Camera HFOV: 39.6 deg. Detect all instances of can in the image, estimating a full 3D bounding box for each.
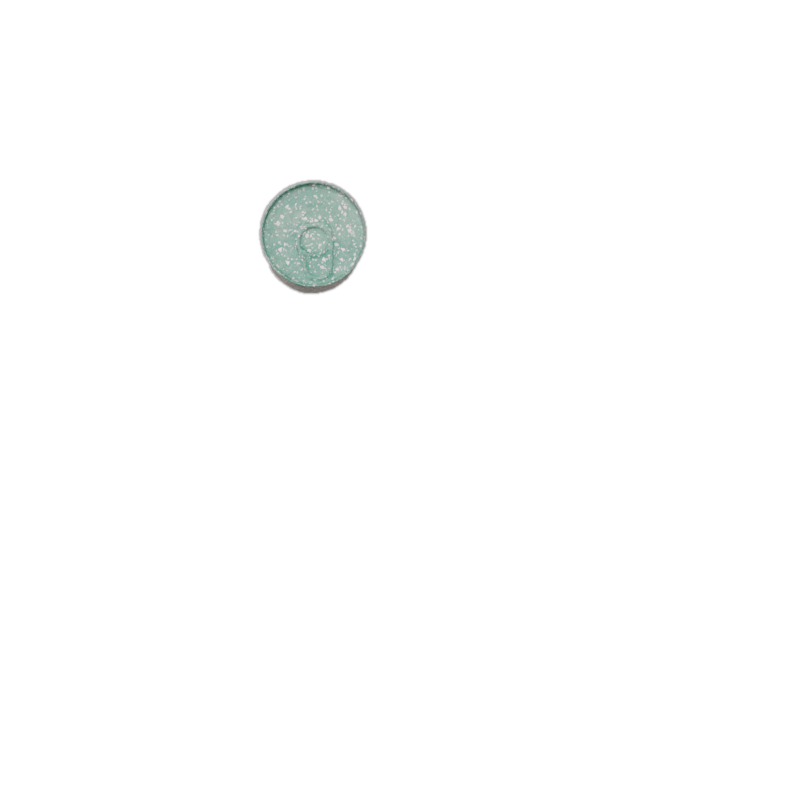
[{"bbox_3d":[-0.059,-0.108,0.757,0.068,0.069,0.102,0,0,-3],"label":"can"}]
